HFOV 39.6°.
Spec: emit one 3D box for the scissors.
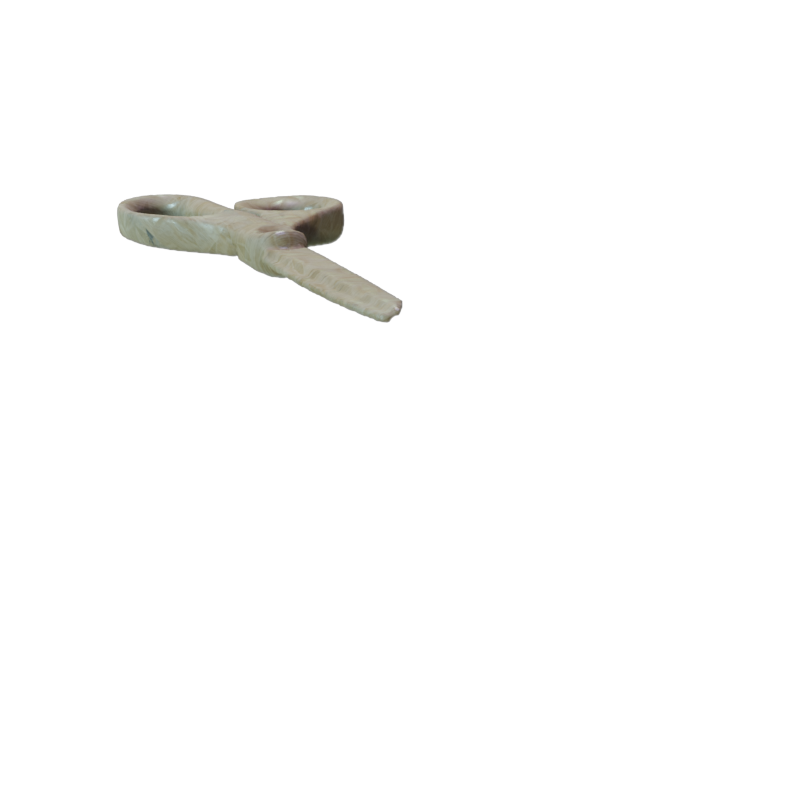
[{"bbox_3d":[-0.030,-0.054,0.379,0.094,0.015,0.213,-13,21,-35],"label":"scissors"}]
